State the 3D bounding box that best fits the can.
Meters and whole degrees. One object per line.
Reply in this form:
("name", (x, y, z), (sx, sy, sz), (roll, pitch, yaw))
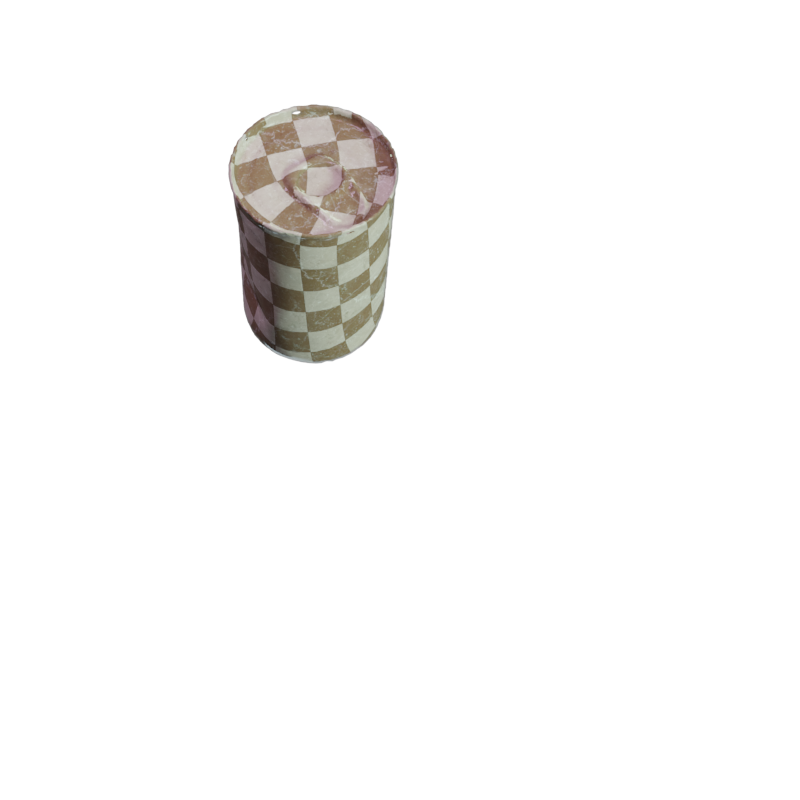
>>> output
("can", (-0.038, -0.069, 0.482), (0.068, 0.073, 0.096), (0, -31, -3))
